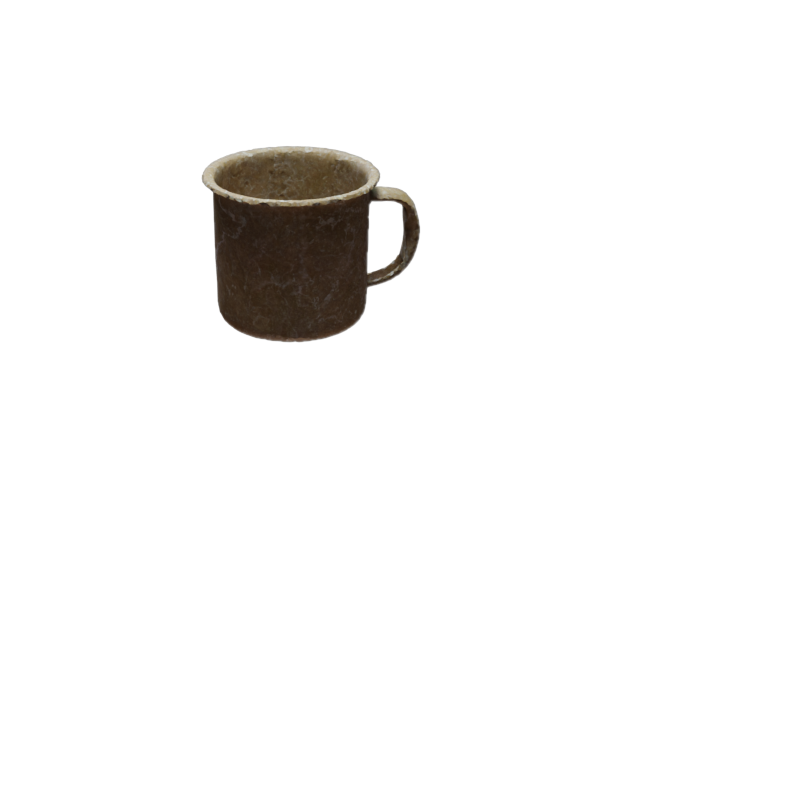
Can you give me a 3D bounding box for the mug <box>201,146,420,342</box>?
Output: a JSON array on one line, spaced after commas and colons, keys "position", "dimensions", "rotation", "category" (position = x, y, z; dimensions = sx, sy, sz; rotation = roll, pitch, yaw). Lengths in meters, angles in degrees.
[{"position": [-0.047, -0.085, 0.596], "dimensions": [0.115, 0.077, 0.100], "rotation": [-7, 28, -14], "category": "mug"}]
